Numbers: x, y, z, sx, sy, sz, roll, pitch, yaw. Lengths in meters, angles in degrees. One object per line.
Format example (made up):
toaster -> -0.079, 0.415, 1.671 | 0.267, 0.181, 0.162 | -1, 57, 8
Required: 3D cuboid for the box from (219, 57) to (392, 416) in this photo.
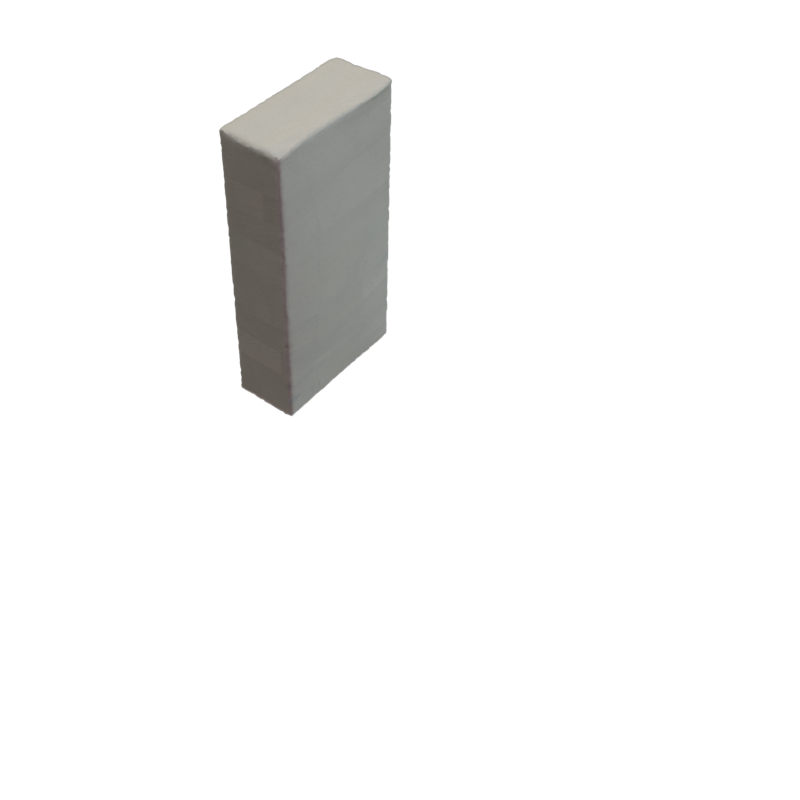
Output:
box -> -0.047, -0.085, 0.600 | 0.051, 0.164, 0.095 | 28, 49, 24
